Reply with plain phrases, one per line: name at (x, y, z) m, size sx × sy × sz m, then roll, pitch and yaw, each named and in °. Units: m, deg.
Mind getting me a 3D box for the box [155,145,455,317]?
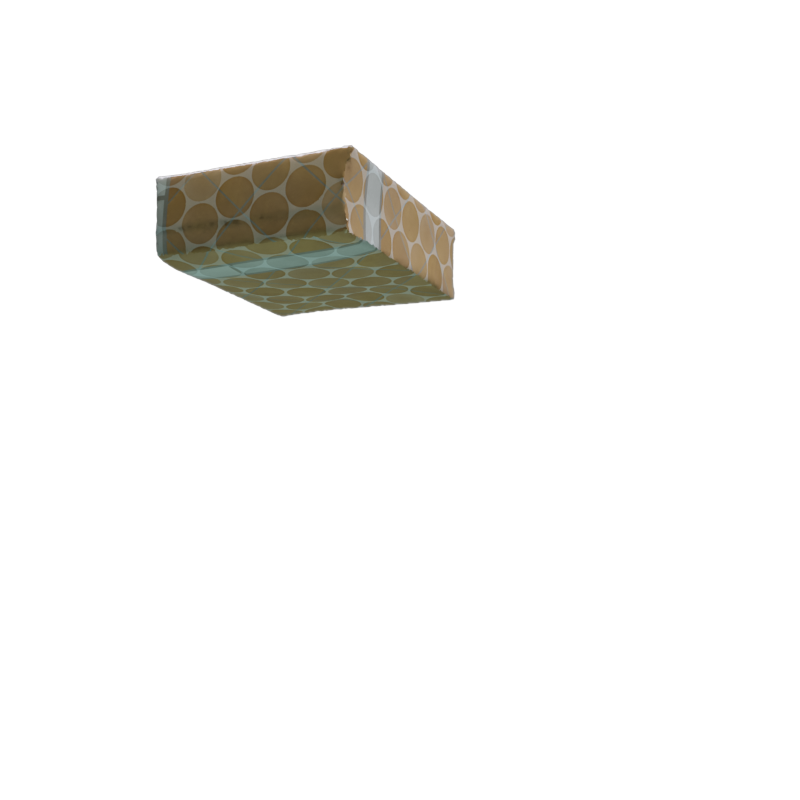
box at (-0.037, -0.067, 0.472) m, size 0.092 × 0.040 × 0.107 m, roll -5°, pitch -10°, yaw 24°
